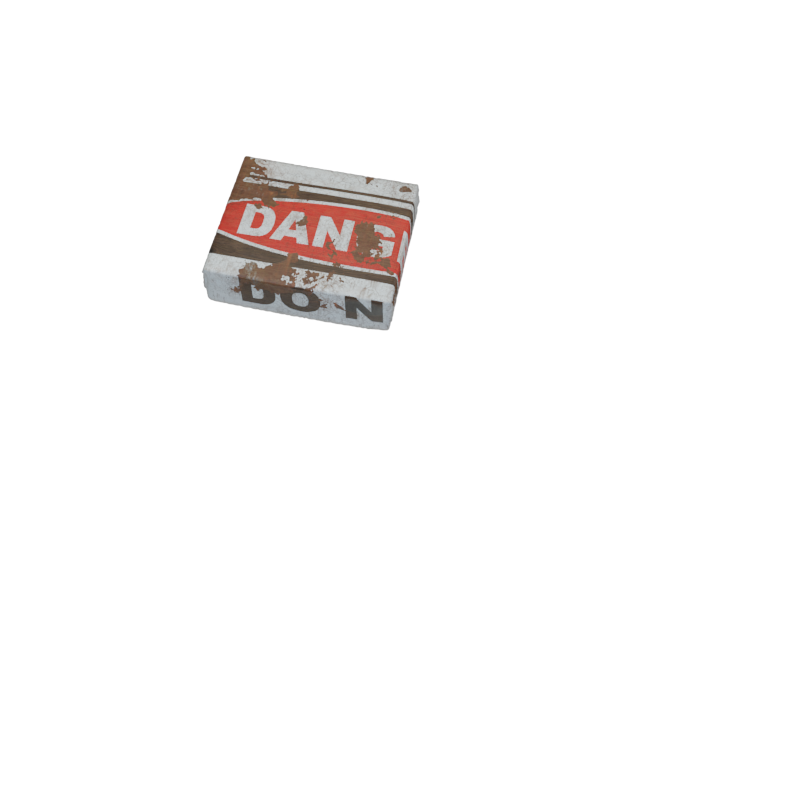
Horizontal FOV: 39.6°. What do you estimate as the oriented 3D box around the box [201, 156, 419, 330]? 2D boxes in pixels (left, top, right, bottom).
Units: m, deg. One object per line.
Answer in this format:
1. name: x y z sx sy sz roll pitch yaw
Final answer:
1. box: -0.052 -0.095 0.663 0.115 0.095 0.036 11 -32 7
